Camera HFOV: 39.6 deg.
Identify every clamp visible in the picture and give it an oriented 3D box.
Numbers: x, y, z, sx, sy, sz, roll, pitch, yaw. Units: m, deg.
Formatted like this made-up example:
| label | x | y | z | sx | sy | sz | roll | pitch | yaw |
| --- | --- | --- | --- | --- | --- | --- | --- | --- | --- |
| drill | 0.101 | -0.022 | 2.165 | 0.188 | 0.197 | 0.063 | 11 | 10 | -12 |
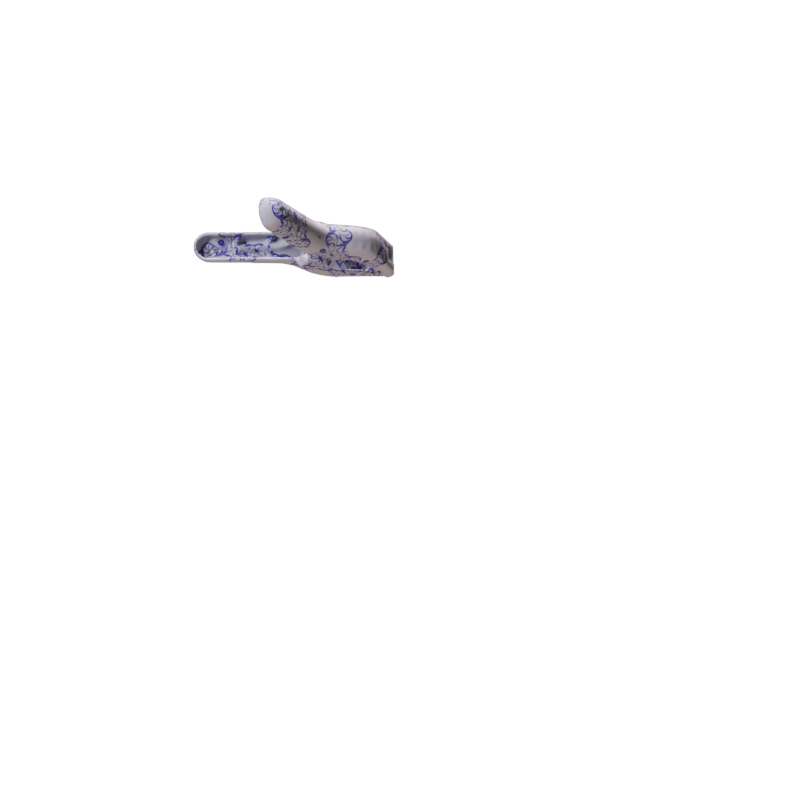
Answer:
| label | x | y | z | sx | sy | sz | roll | pitch | yaw |
| --- | --- | --- | --- | --- | --- | --- | --- | --- | --- |
| clamp | -0.071 | -0.130 | 0.908 | 0.166 | 0.040 | 0.122 | 2 | -5 | -26 |
